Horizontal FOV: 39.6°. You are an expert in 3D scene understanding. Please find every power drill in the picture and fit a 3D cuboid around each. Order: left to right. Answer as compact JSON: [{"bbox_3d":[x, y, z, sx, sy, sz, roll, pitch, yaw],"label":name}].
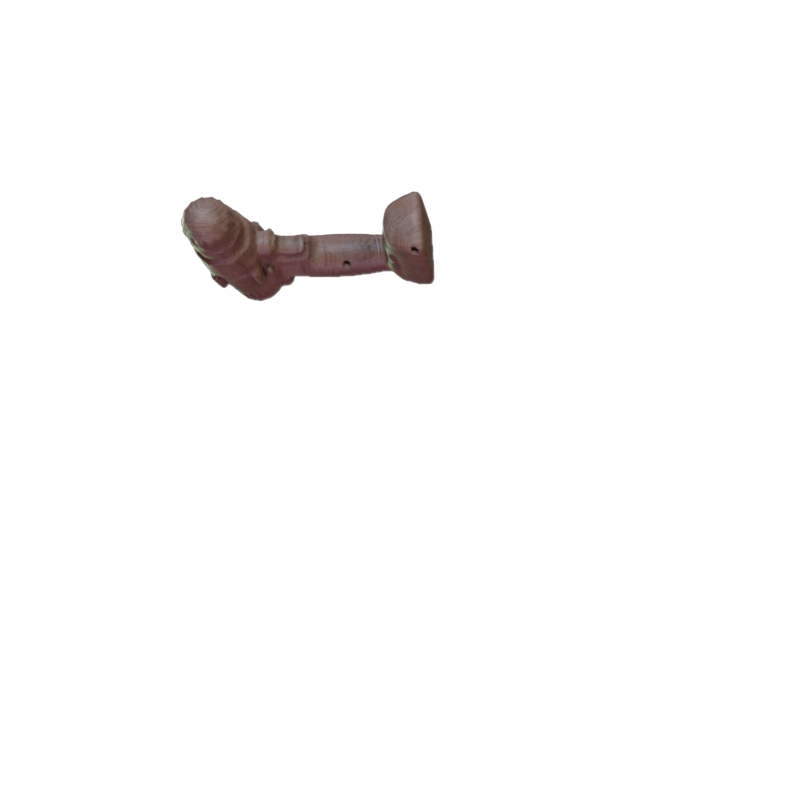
[{"bbox_3d":[-0.071,-0.129,0.905,0.190,0.059,0.176,-2,-9,11],"label":"power drill"}]
